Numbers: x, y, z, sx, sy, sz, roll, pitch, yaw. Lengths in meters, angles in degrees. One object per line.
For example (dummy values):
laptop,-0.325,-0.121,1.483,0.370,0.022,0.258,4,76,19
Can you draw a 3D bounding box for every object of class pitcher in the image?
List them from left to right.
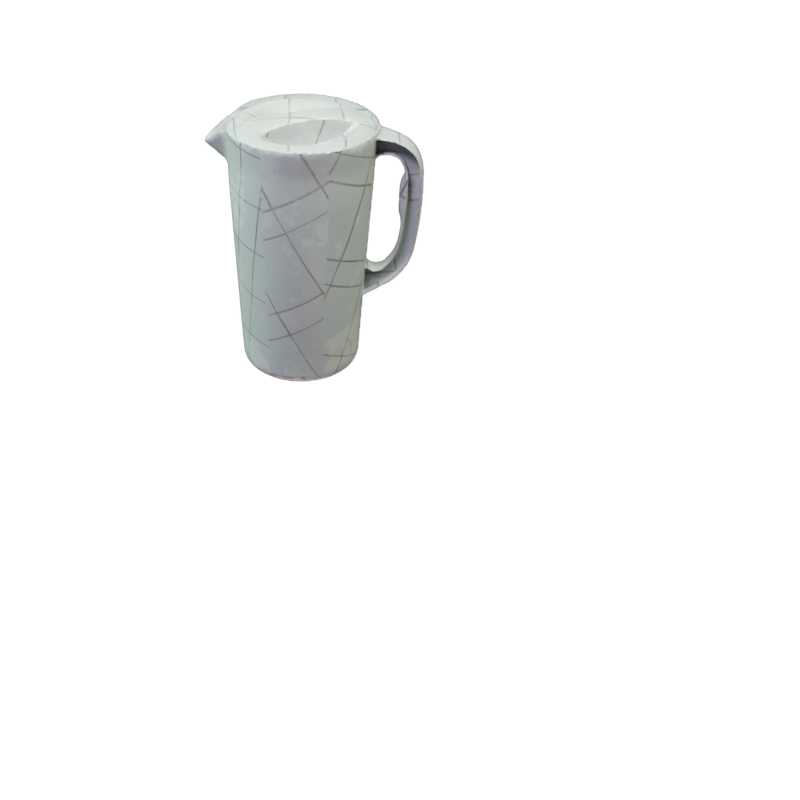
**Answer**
pitcher,-0.077,-0.141,0.989,0.144,0.228,0.160,-24,40,-35
